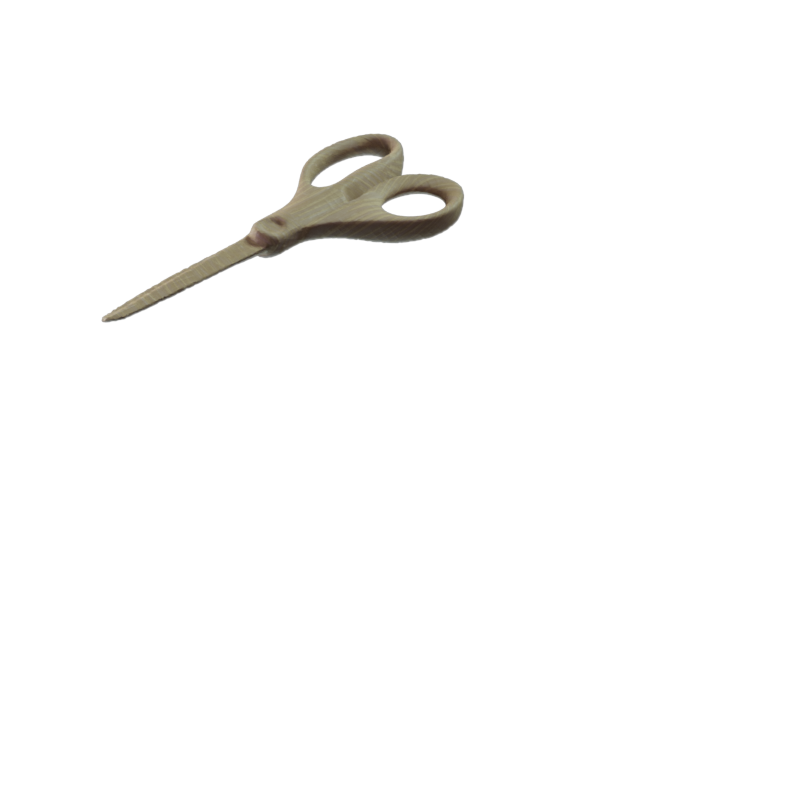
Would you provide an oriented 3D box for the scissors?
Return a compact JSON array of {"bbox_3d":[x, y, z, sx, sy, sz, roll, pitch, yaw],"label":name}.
[{"bbox_3d":[-0.042,-0.076,0.535,0.100,0.015,0.207,20,44,21],"label":"scissors"}]
